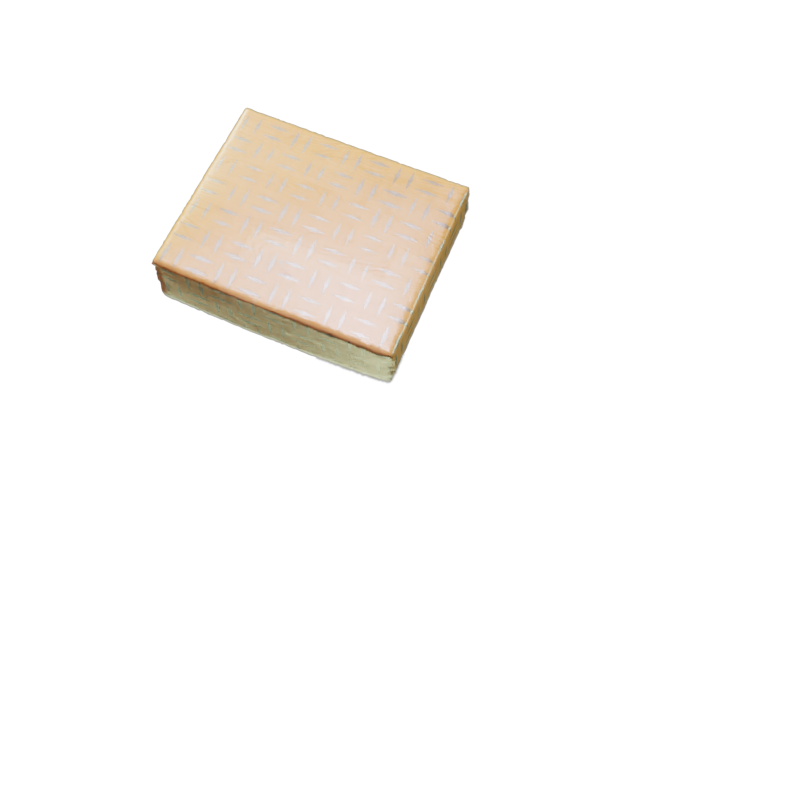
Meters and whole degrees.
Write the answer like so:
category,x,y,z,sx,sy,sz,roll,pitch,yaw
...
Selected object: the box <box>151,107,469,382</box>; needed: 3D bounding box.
category,x,y,z,sx,sy,sz,roll,pitch,yaw
box,-0.038,-0.069,0.487,0.116,0.093,0.037,22,-25,10
